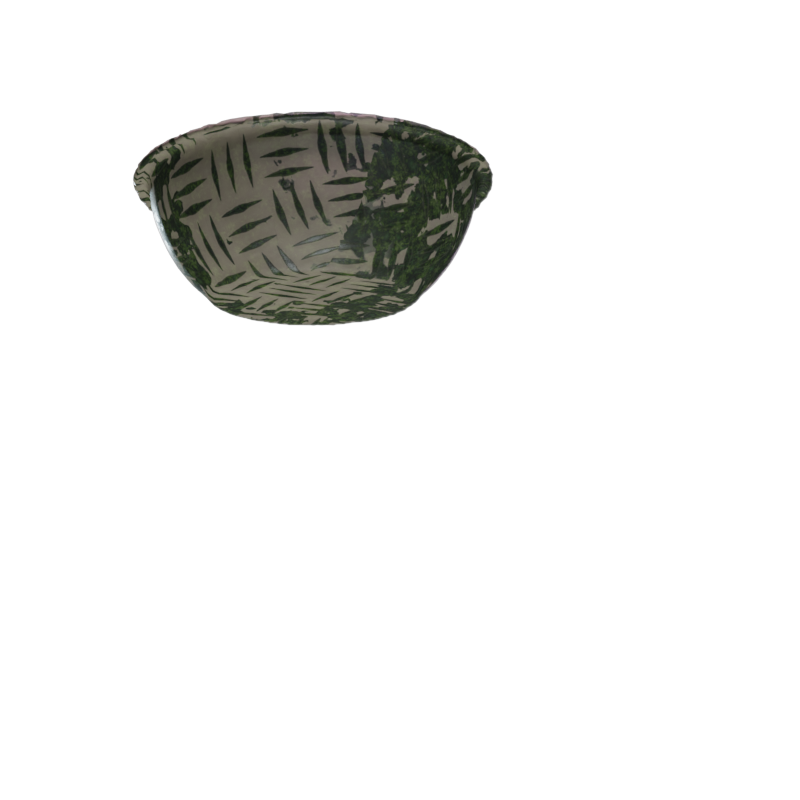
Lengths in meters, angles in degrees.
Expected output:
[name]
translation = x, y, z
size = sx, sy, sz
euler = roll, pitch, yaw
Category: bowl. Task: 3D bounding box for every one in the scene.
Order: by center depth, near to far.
[bowl]
translation = -0.039, -0.071, 0.494
size = 0.162, 0.057, 0.157
euler = 0, -11, -2
